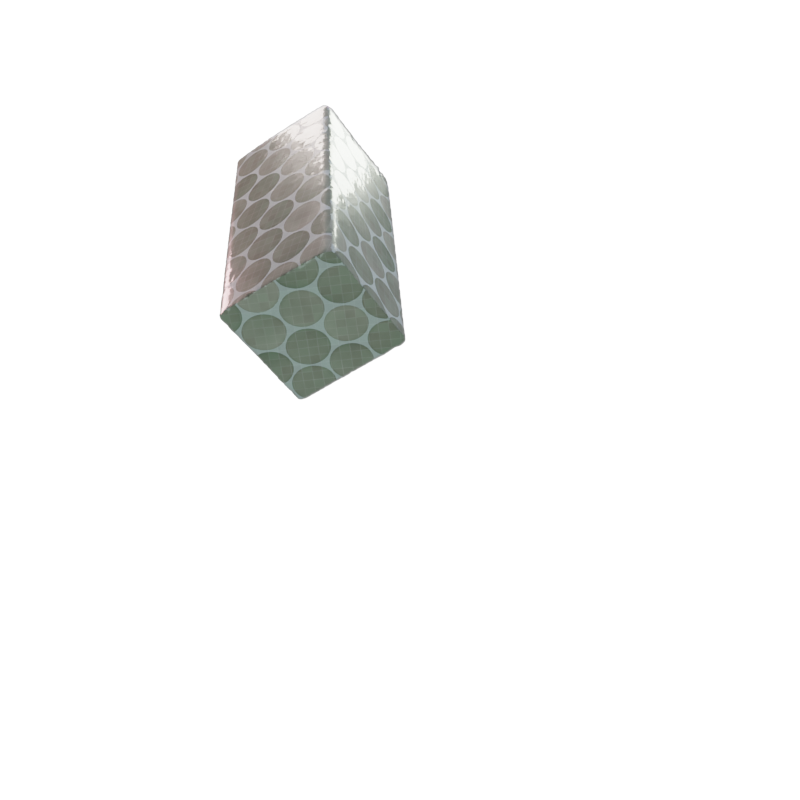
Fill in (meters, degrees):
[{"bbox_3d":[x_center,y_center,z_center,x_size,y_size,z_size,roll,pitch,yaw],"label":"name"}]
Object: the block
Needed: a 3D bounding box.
[{"bbox_3d":[-0.062,-0.115,0.799,0.090,0.085,0.221,-30,34,18],"label":"block"}]
